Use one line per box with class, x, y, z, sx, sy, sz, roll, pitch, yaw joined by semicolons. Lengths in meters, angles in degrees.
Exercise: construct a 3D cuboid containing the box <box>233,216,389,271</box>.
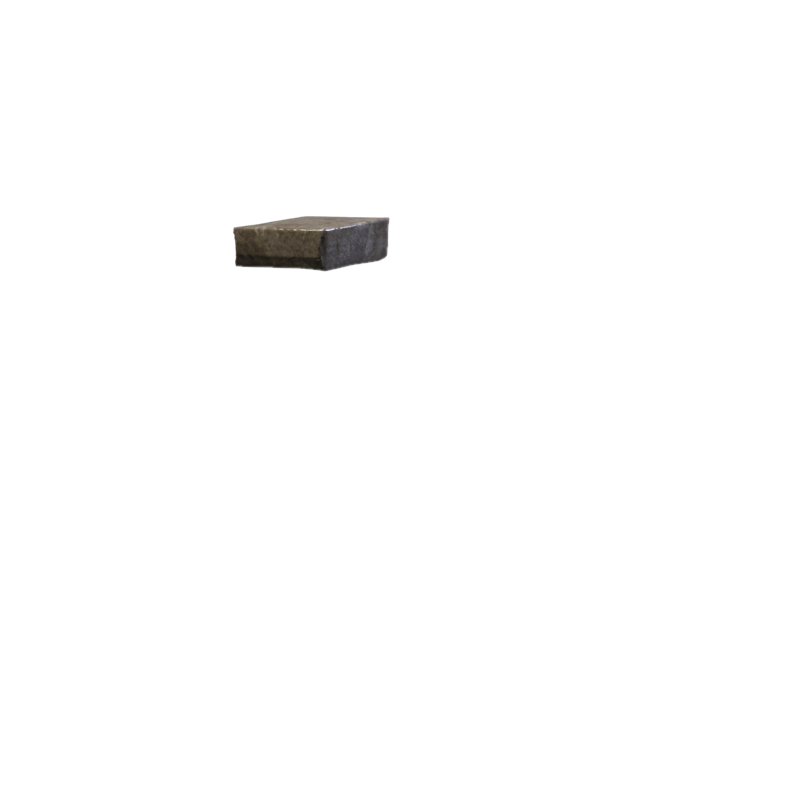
box;-0.074;-0.134;0.941;0.093;0.038;0.111;7;13;29
